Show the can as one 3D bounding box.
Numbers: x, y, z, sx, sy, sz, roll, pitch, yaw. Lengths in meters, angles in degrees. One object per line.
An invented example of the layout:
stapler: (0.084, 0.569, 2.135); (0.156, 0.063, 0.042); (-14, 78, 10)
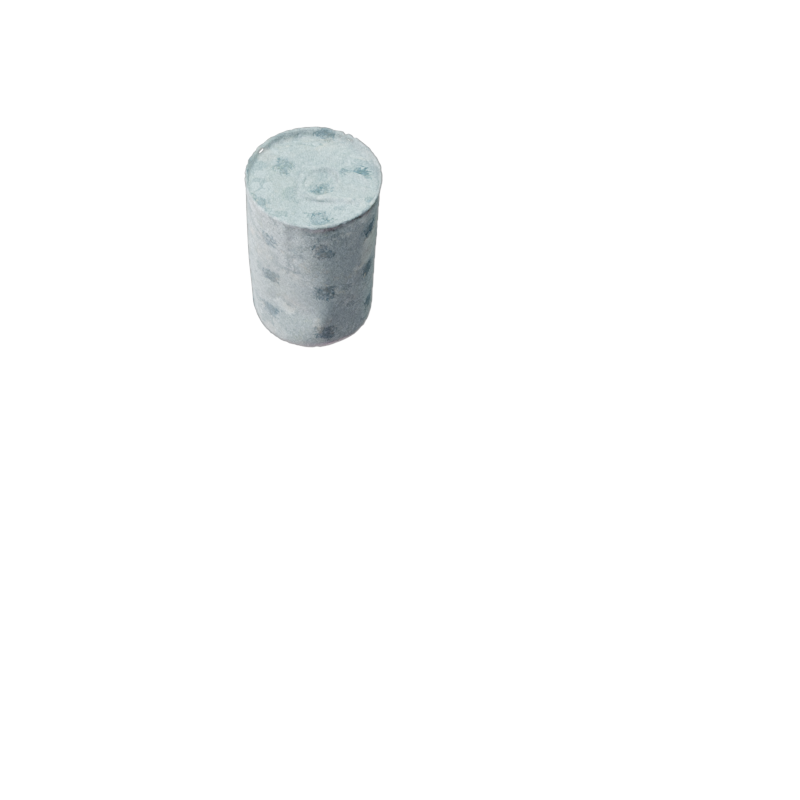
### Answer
can: (-0.045, -0.083, 0.581); (0.068, 0.073, 0.095); (0, -36, -3)
